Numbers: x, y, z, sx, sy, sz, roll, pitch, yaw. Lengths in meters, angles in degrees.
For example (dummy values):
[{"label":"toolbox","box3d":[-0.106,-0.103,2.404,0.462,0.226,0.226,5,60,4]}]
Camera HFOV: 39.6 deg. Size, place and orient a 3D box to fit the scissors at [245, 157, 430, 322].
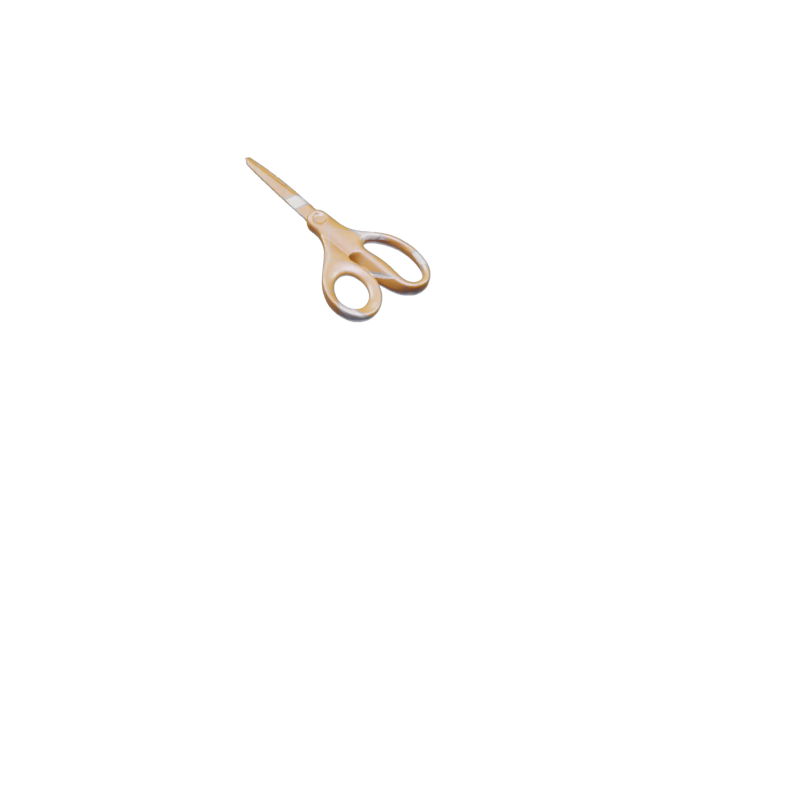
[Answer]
[{"label":"scissors","box3d":[-0.072,-0.131,0.919,0.210,0.099,0.015,28,-31,19]}]
